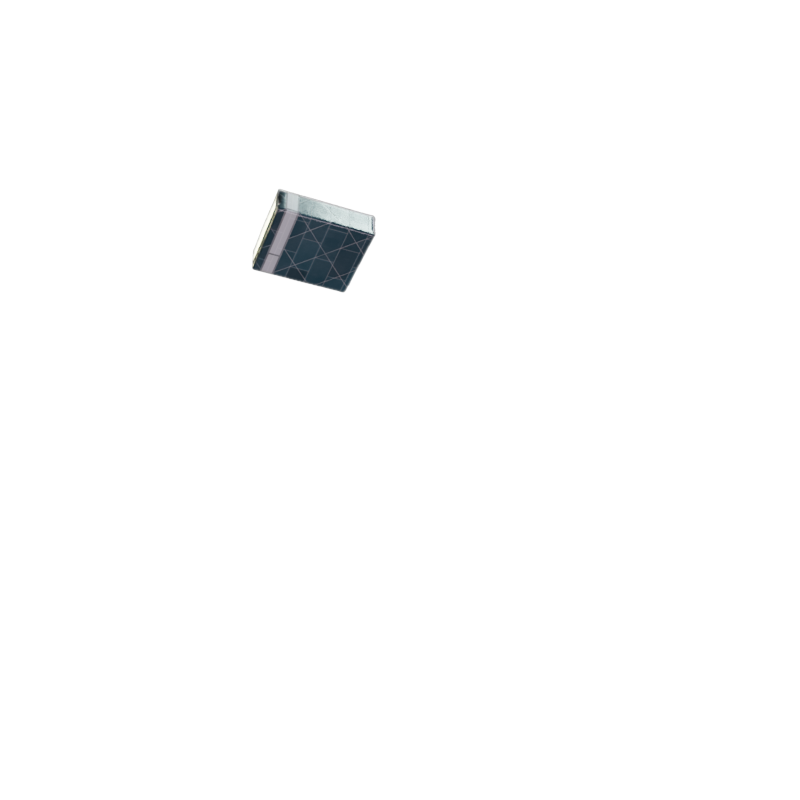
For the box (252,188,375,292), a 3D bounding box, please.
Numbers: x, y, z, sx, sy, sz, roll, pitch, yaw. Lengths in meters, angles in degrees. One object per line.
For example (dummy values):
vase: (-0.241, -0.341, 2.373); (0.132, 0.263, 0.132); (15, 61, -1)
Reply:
box: (-0.074, -0.136, 0.952); (0.087, 0.032, 0.070); (14, -47, -14)
